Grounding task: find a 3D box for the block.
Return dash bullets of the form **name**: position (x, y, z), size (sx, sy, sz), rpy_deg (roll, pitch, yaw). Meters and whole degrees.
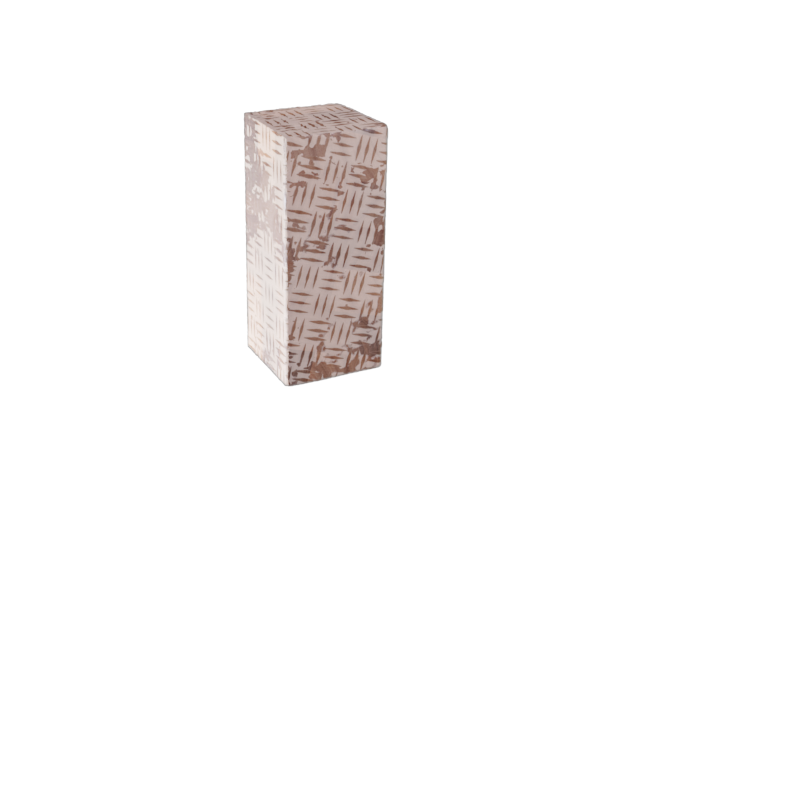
- **block**: position (-0.070, -0.129, 0.906), size (0.088, 0.197, 0.097), rpy_deg (-9, 24, -26)
